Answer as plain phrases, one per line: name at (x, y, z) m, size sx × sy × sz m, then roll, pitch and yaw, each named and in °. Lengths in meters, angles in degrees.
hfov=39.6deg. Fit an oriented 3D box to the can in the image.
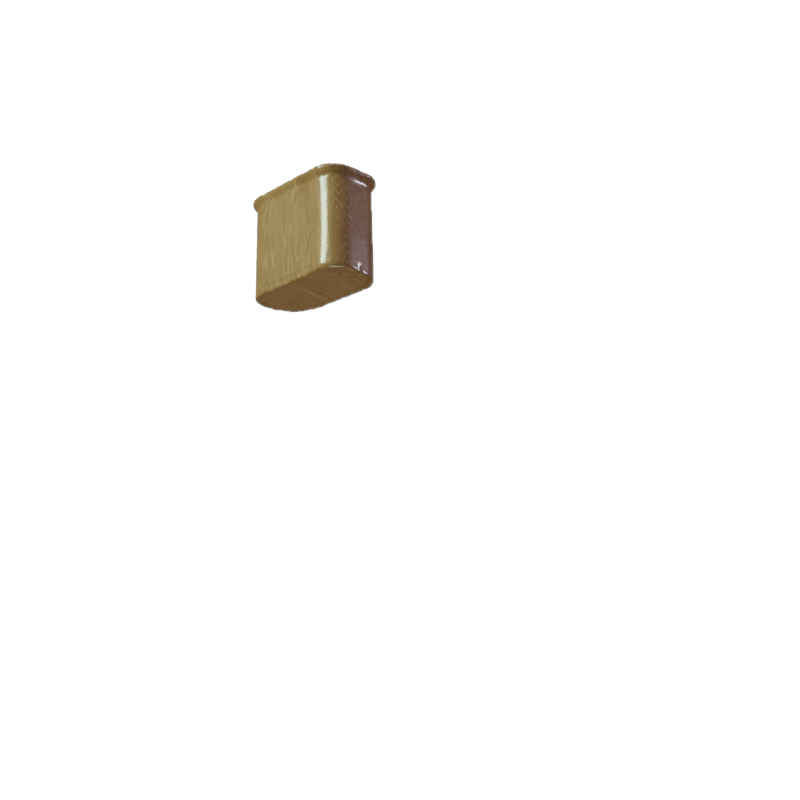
can at (-0.066, -0.120, 0.843) m, size 0.103 × 0.088 × 0.054 m, roll -20°, pitch -29°, yaw 41°
